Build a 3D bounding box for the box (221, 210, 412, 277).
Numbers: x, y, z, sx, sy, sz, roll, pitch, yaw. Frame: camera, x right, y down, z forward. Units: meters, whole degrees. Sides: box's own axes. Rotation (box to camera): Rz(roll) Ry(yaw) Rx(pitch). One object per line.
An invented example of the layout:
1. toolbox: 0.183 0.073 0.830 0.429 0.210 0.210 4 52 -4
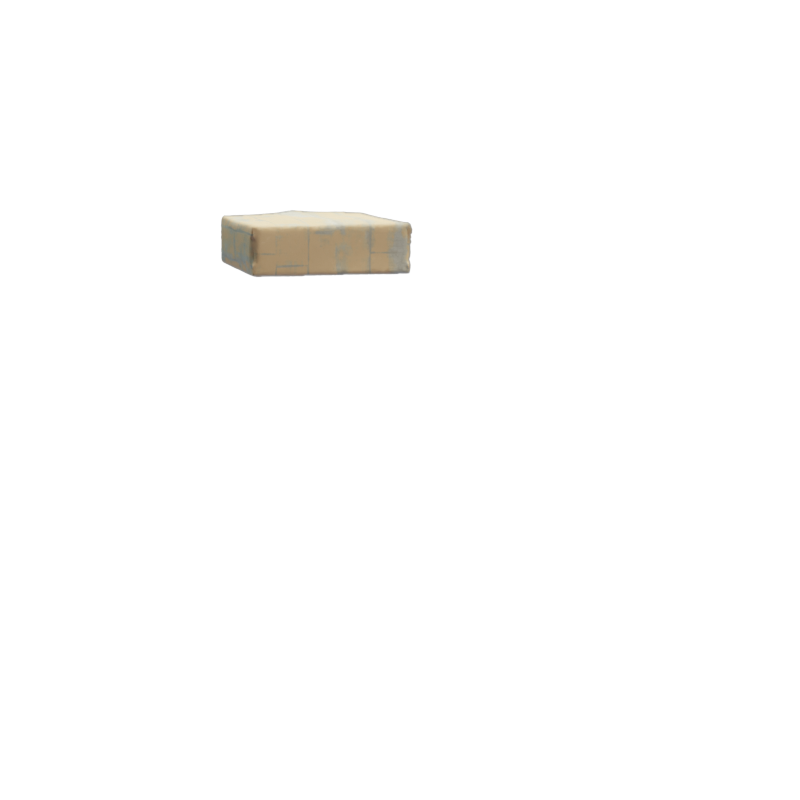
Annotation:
1. box: -0.047 -0.087 0.608 0.087 0.029 0.076 -4 13 -19
